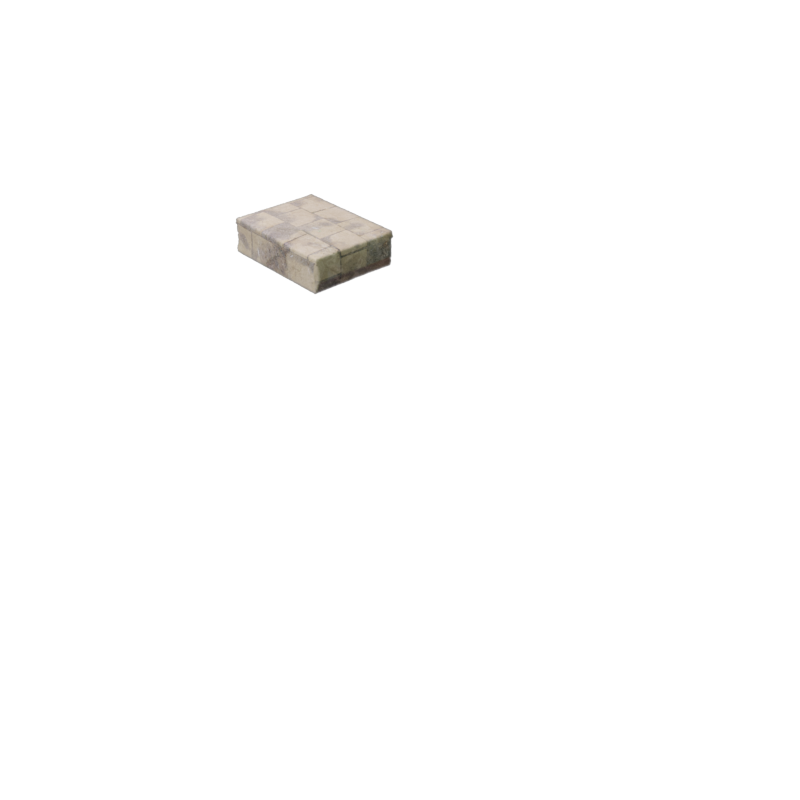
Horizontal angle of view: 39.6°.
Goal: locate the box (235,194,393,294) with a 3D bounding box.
[{"bbox_3d":[-0.077,-0.140,0.979,0.089,0.037,0.121,-23,37,-36],"label":"box"}]
